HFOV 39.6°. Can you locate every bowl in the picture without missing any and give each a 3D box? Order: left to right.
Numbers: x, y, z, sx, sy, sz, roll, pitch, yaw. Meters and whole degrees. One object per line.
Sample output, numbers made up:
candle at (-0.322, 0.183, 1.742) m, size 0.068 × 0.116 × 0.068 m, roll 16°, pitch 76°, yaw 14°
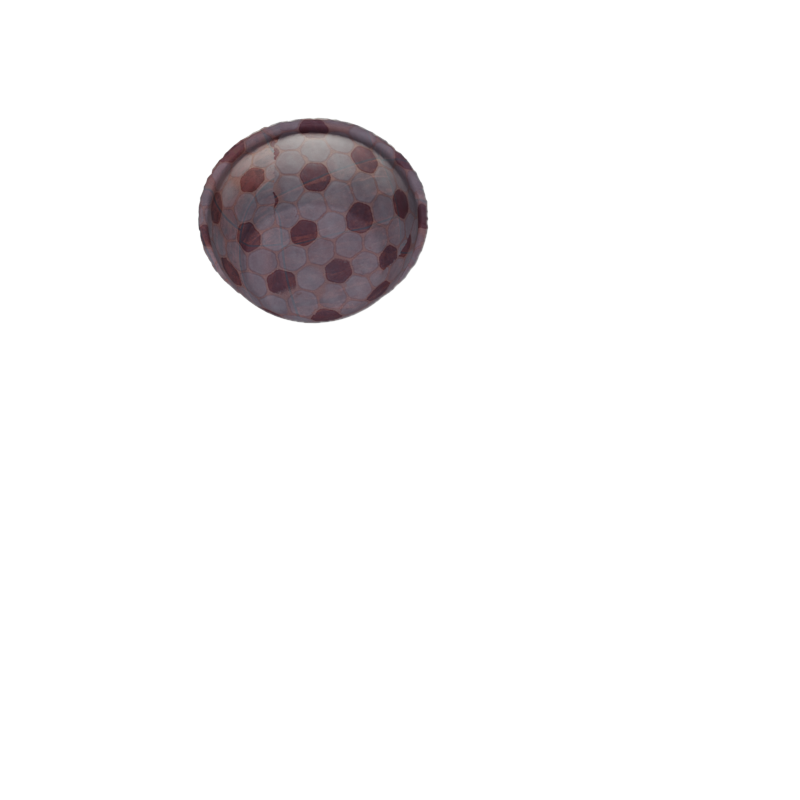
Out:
bowl at (-0.059, -0.108, 0.756) m, size 0.162 × 0.152 × 0.059 m, roll 1°, pitch 35°, yaw -1°
